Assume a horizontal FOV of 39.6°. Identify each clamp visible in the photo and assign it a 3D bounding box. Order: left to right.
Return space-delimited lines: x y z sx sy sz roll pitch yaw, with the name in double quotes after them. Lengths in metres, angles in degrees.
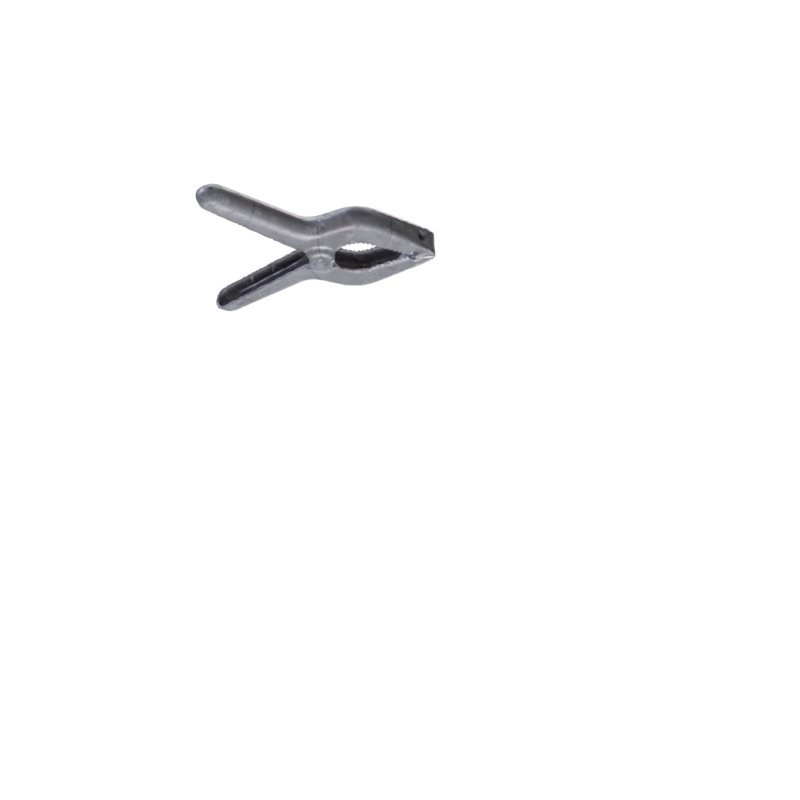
-0.076 -0.139 0.974 0.211 0.039 0.153 -4 -33 7 "clamp"
